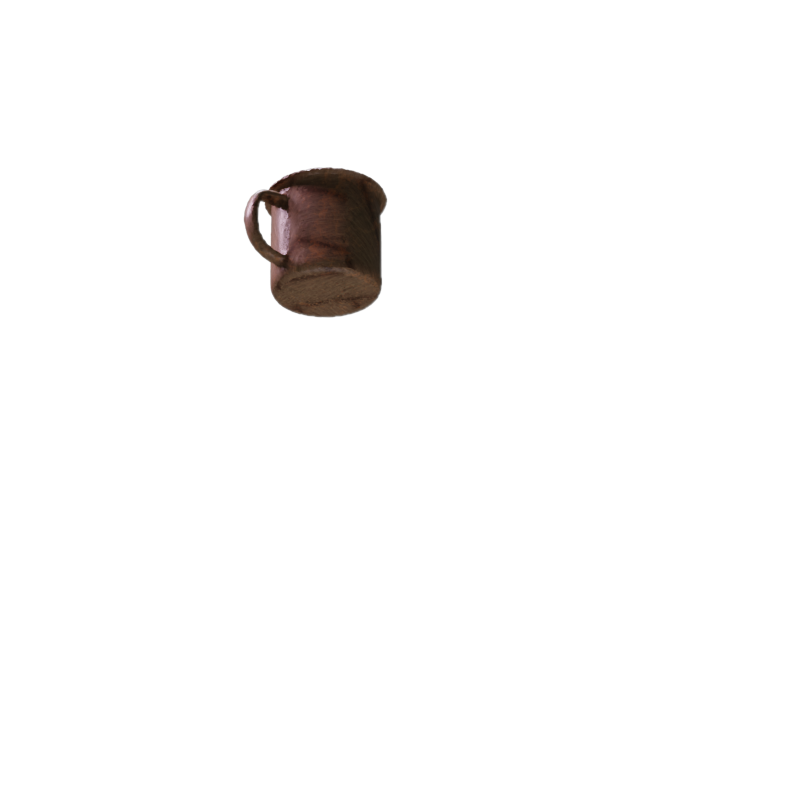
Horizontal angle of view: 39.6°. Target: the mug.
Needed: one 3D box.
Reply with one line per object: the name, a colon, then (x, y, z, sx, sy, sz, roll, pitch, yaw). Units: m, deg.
mug: (-0.064, -0.117, 0.817, 0.110, 0.087, 0.093, 20, -33, -37)
